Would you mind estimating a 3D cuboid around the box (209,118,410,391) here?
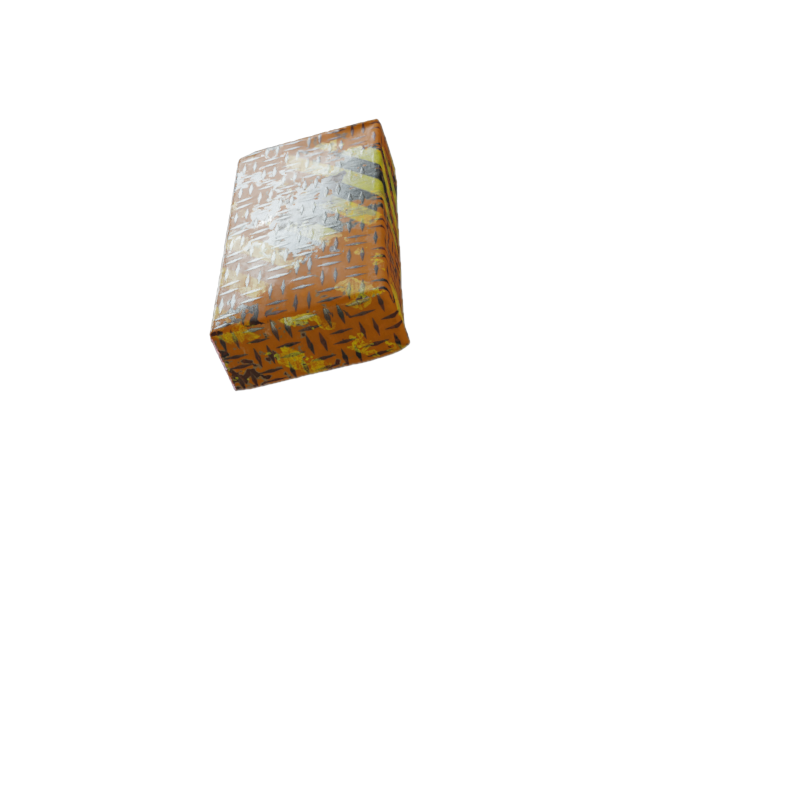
[{"bbox_3d":[-0.048,-0.087,0.608,0.094,0.044,0.189,-14,40,9],"label":"box"}]
